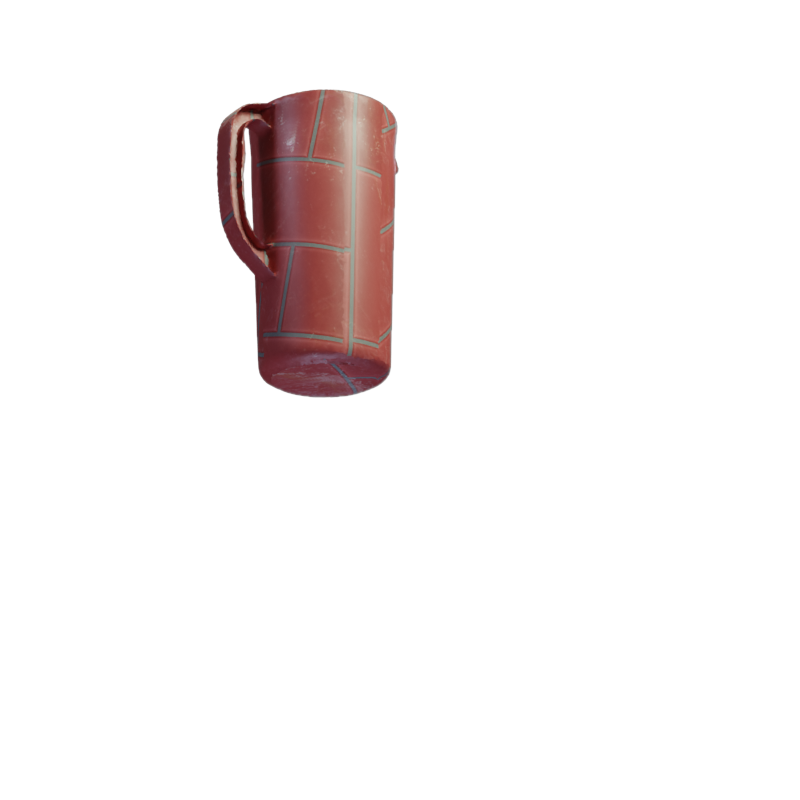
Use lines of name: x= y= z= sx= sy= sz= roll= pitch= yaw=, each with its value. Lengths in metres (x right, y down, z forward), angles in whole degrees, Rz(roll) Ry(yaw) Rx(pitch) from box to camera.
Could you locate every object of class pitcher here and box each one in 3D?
pitcher: x=-0.074 y=-0.134 z=0.939 sx=0.150 sy=0.256 sz=0.137 roll=-3 pitch=-23 yaw=3
